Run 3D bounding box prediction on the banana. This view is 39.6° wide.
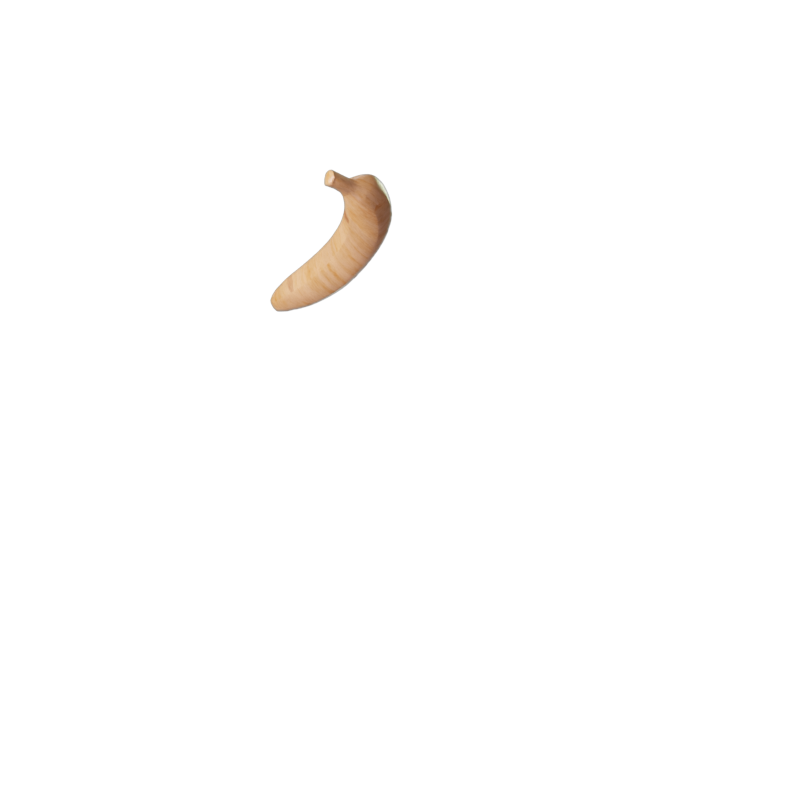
[{"bbox_3d":[-0.050,-0.125,0.880,0.068,0.039,0.190,8,-30,-16],"label":"banana"}]
